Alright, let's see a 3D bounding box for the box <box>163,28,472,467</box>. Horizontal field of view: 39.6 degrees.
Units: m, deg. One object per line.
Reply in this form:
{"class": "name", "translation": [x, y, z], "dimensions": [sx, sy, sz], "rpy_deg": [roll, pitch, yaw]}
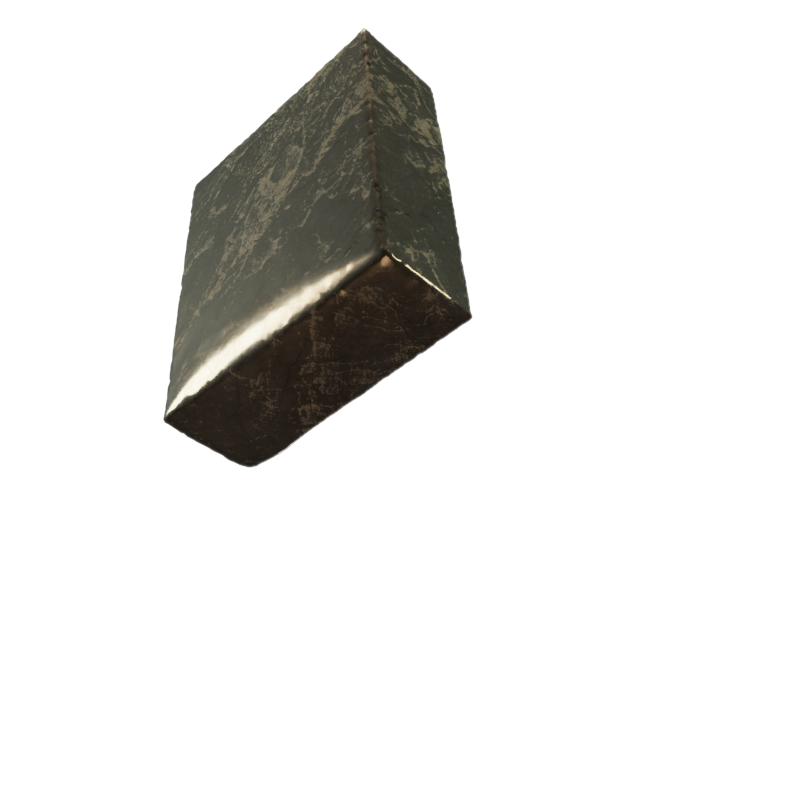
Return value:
{"class": "box", "translation": [-0.050, -0.091, 0.636], "dimensions": [0.162, 0.230, 0.067], "rpy_deg": [-36, -54, 27]}
